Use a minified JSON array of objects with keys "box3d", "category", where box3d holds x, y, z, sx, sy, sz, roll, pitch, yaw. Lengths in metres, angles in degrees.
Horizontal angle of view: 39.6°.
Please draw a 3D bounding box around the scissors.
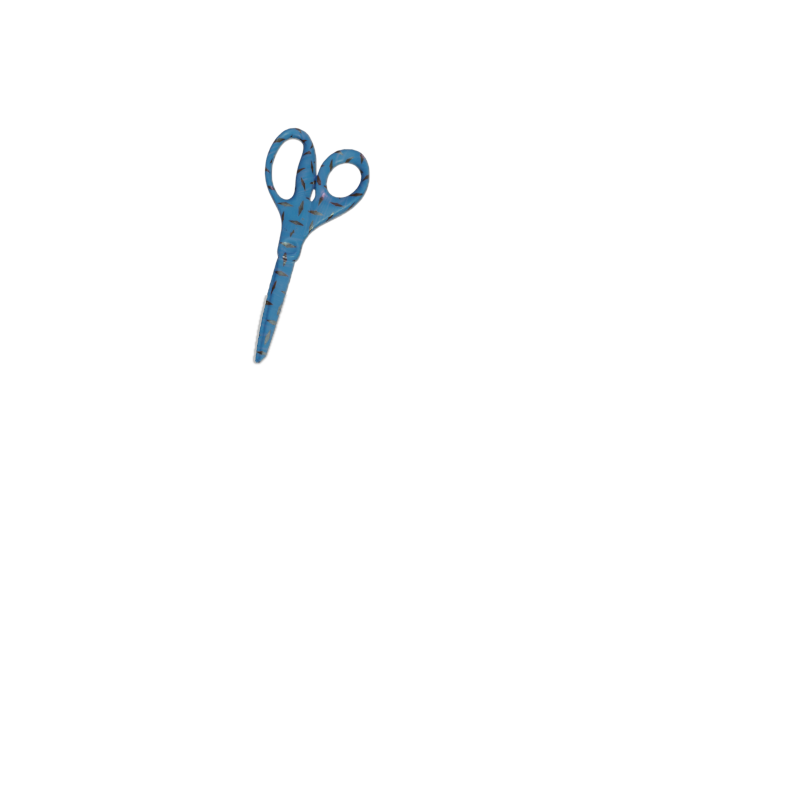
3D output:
[{"box3d":[-0.070,-0.128,0.898,0.096,0.212,0.015,-2,-20,-1],"category":"scissors"}]
